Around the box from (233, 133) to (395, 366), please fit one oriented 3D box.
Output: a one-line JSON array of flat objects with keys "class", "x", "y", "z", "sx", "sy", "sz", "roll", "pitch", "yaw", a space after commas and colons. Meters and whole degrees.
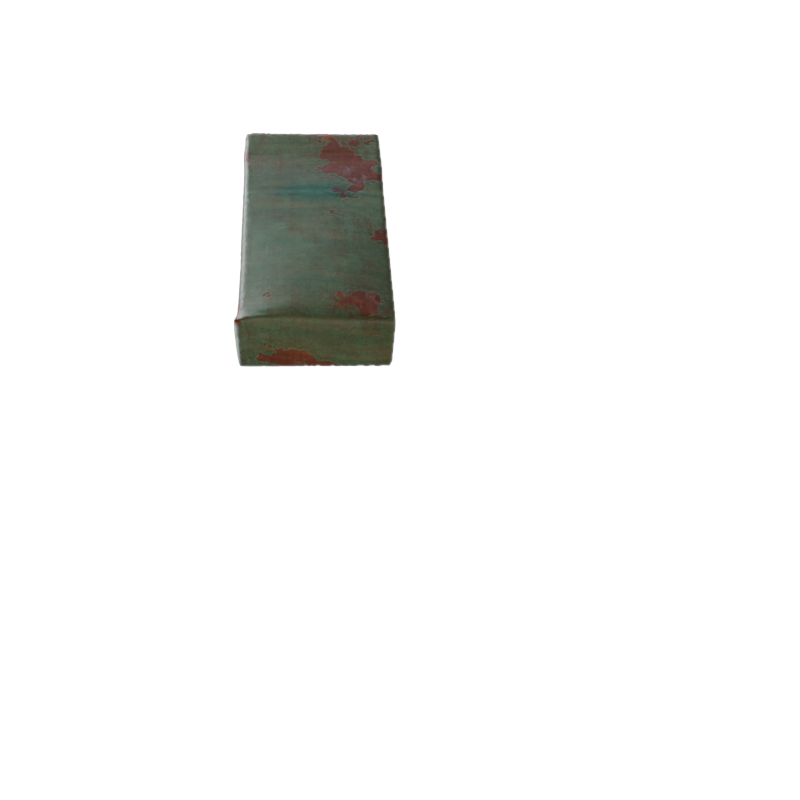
[{"class": "box", "x": -0.055, "y": -0.100, "z": 0.702, "sx": 0.093, "sy": 0.045, "sz": 0.189, "roll": -1, "pitch": 45, "yaw": -3}]
